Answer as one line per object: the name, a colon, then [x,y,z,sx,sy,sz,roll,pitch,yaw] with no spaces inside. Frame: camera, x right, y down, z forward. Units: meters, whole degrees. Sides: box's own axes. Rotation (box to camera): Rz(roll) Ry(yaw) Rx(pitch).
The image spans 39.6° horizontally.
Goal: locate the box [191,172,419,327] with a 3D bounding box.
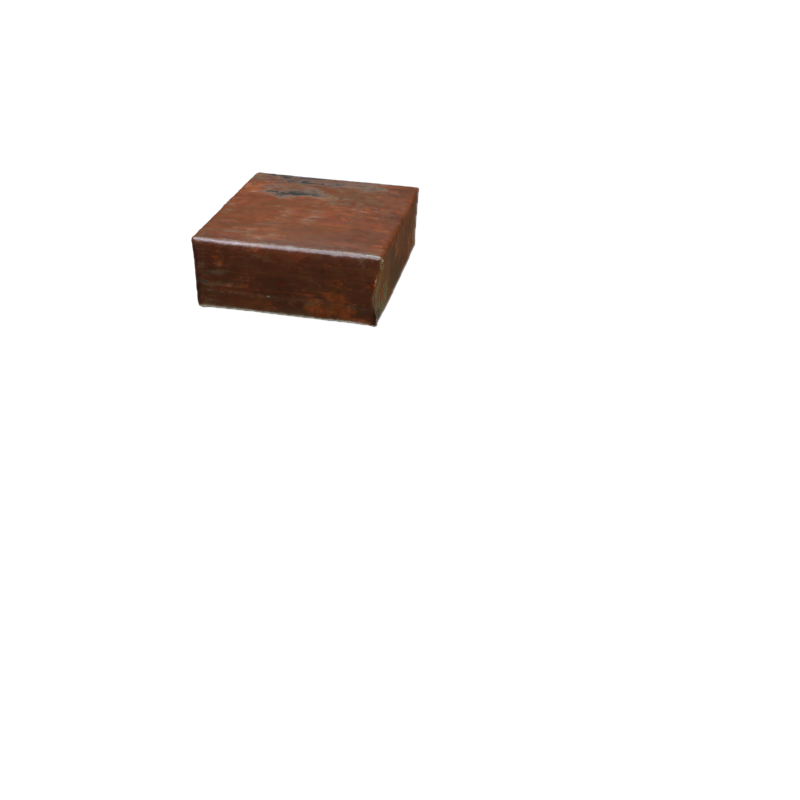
box: [-0.043,-0.078,0.548,0.091,0.037,0.118,5,29,9]
